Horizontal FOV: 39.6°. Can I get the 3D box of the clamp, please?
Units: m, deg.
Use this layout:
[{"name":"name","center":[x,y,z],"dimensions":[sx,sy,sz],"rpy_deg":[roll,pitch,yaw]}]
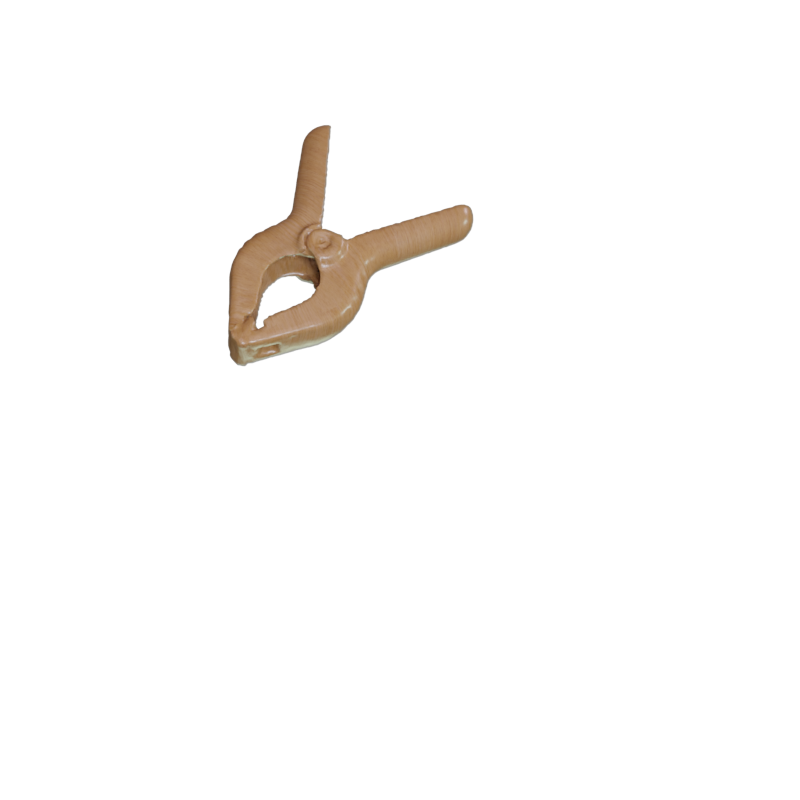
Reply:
[{"name":"clamp","center":[-0.052,-0.095,0.663],"dimensions":[0.127,0.037,0.173],"rpy_deg":[36,60,24]}]
